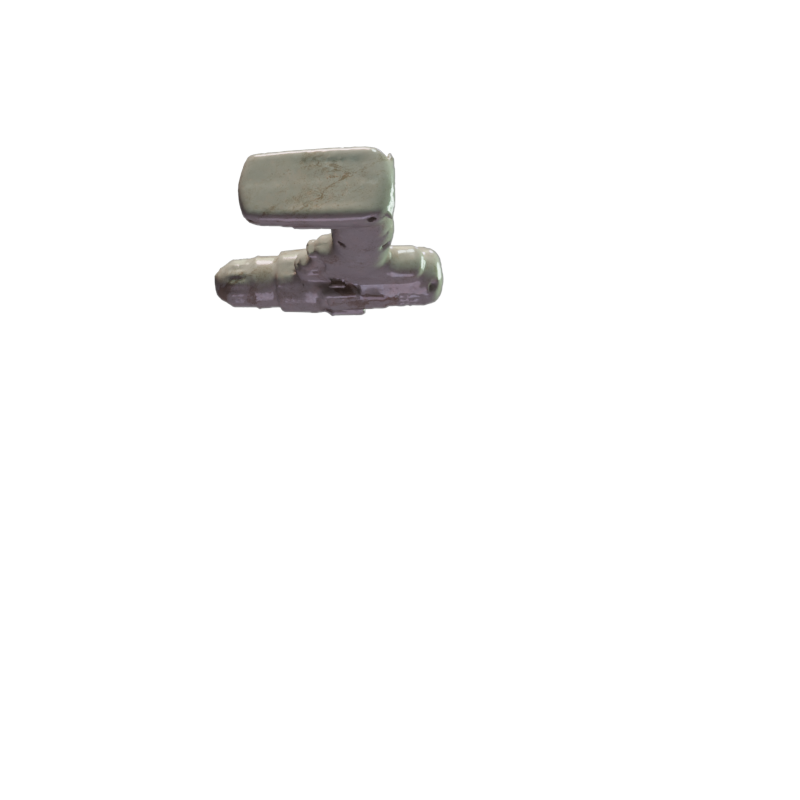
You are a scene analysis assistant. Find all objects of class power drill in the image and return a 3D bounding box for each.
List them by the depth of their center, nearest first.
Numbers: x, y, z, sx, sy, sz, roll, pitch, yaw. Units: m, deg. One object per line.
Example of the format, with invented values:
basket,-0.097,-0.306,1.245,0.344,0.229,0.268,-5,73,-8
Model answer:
power drill,-0.065,-0.118,0.828,0.186,0.060,0.177,-2,-19,7
